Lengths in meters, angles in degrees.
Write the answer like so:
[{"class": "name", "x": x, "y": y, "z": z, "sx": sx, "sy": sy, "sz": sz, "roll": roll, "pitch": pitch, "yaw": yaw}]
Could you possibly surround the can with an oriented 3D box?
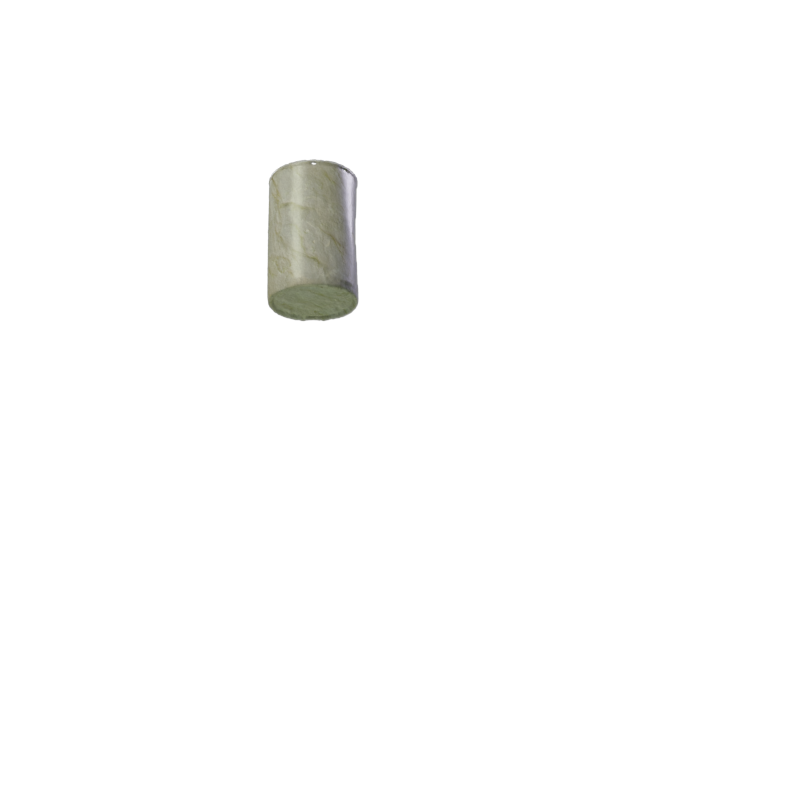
[{"class": "can", "x": -0.064, "y": -0.117, "z": 0.821, "sx": 0.068, "sy": 0.108, "sz": 0.065, "roll": 0, "pitch": -24, "yaw": -2}]
